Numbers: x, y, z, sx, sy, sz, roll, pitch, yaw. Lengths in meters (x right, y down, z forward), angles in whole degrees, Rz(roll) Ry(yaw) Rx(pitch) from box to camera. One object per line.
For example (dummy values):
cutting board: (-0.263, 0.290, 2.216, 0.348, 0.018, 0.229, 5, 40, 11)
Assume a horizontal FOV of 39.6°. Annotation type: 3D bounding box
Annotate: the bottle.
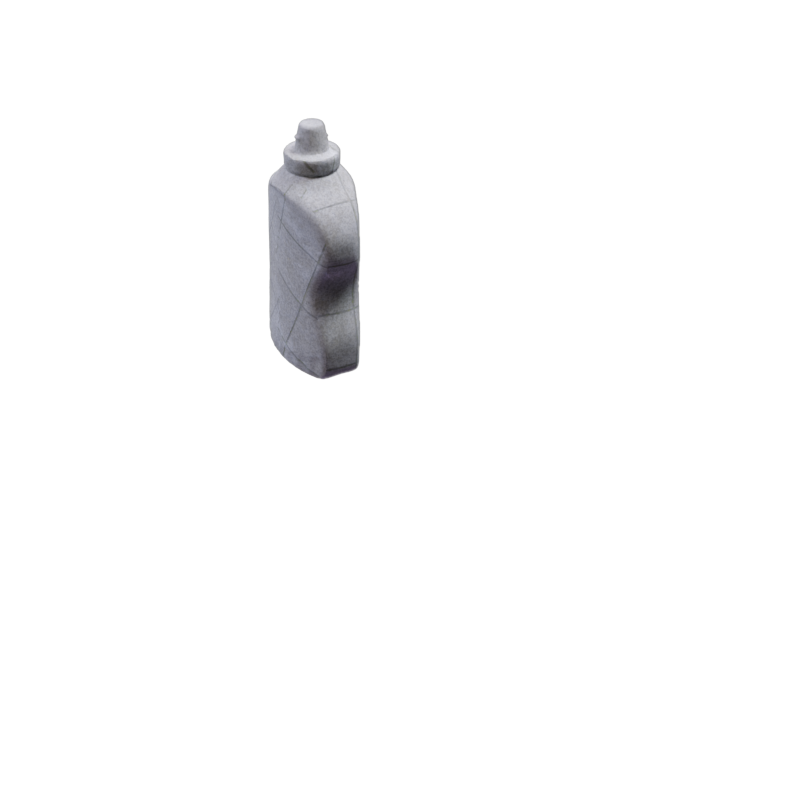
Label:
bottle: (-0.065, -0.118, 0.824, 0.057, 0.180, 0.104, -13, 35, -24)
